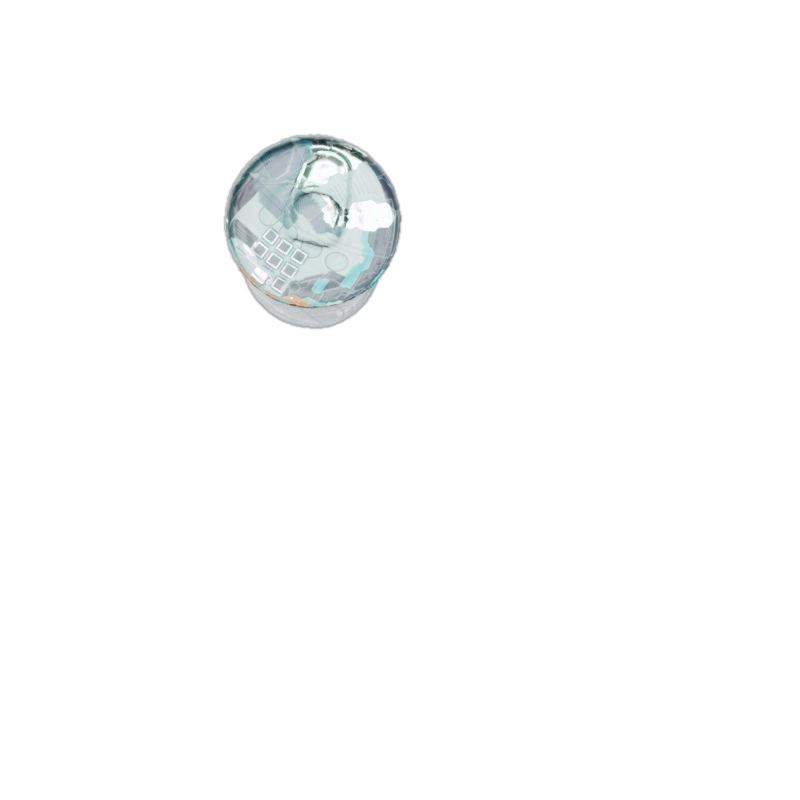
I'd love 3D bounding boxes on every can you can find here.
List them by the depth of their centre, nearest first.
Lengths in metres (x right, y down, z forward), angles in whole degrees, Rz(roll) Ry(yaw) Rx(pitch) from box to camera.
[{"bbox_3d":[-0.037,-0.068,0.477,0.068,0.070,0.101,0,-4,-3],"label":"can"}]
